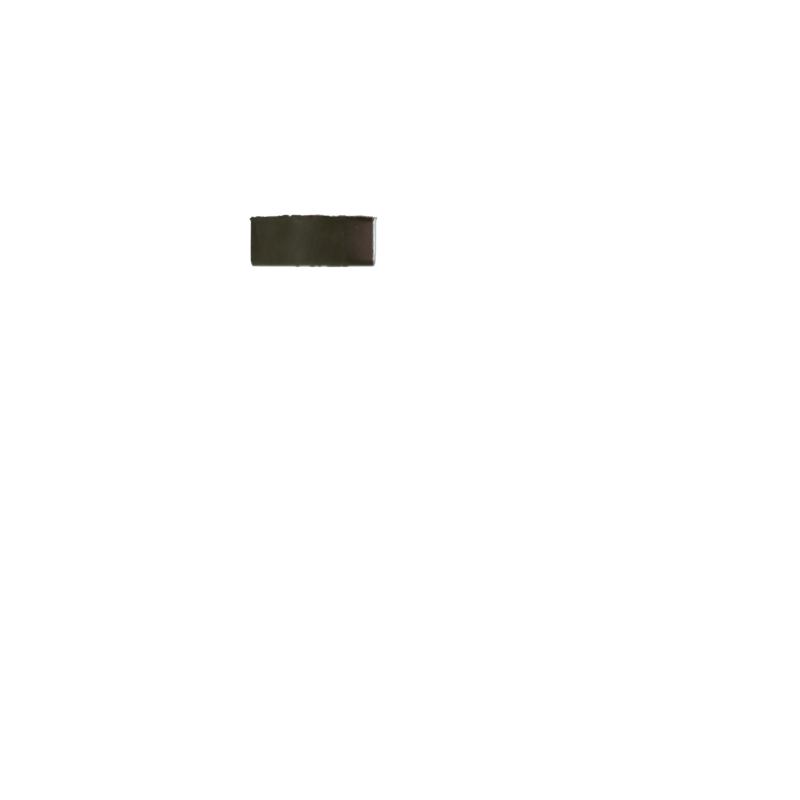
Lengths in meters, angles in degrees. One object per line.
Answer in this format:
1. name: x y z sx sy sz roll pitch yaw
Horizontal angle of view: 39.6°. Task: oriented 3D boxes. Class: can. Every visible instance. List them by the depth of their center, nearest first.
1. can: -0.058 -0.106 0.744 0.086 0.033 0.087 0 6 -2
